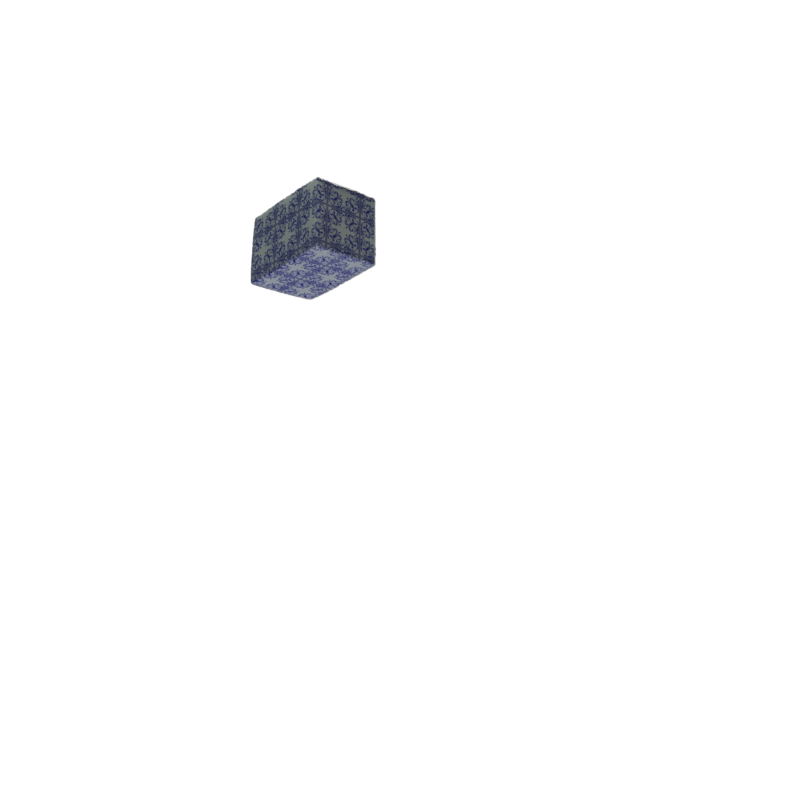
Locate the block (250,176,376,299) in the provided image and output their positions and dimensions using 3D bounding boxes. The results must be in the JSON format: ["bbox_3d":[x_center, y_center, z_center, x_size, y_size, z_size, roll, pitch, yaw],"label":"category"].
[{"bbox_3d":[-0.060,-0.109,0.762,0.050,0.054,0.078,17,-27,-37],"label":"block"}]
